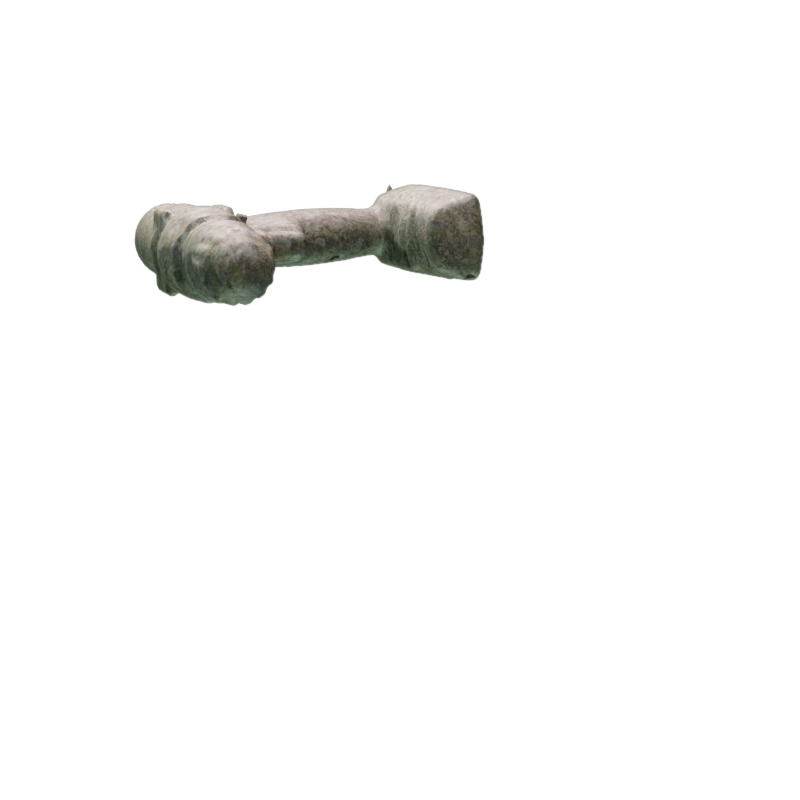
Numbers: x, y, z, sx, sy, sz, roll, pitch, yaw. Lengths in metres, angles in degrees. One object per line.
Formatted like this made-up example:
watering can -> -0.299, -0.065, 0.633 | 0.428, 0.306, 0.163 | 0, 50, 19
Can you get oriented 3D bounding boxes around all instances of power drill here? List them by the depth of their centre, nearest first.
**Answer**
power drill -> -0.050, -0.092, 0.644 | 0.183, 0.056, 0.194 | -6, 16, -22
